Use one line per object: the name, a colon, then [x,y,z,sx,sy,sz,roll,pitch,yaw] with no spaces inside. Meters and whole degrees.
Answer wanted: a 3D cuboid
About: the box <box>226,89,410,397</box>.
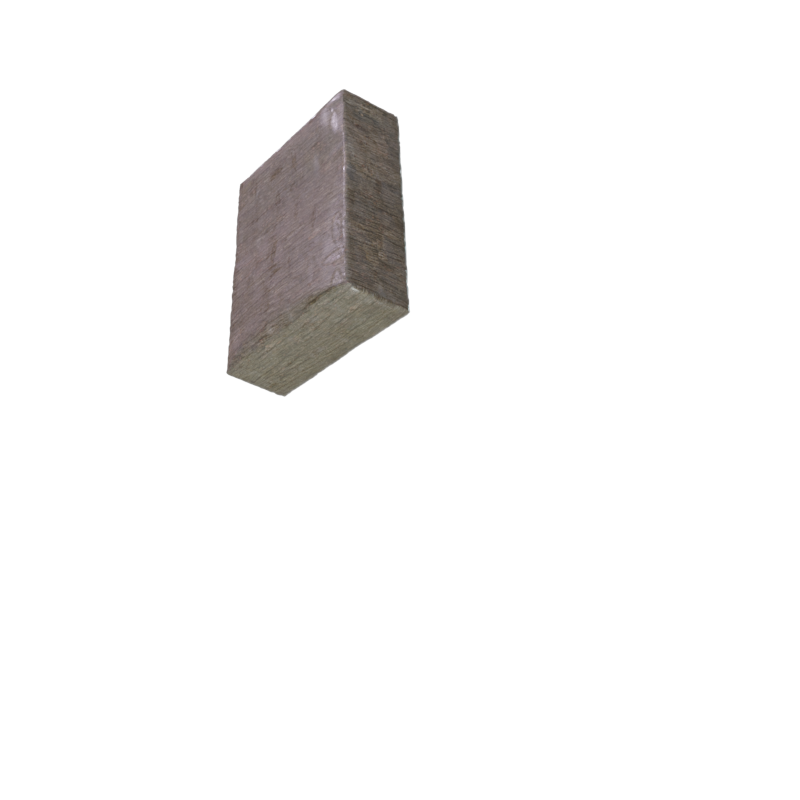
box: [-0.074,-0.135,0.949,0.068,0.229,0.162,25,-43,-34]
